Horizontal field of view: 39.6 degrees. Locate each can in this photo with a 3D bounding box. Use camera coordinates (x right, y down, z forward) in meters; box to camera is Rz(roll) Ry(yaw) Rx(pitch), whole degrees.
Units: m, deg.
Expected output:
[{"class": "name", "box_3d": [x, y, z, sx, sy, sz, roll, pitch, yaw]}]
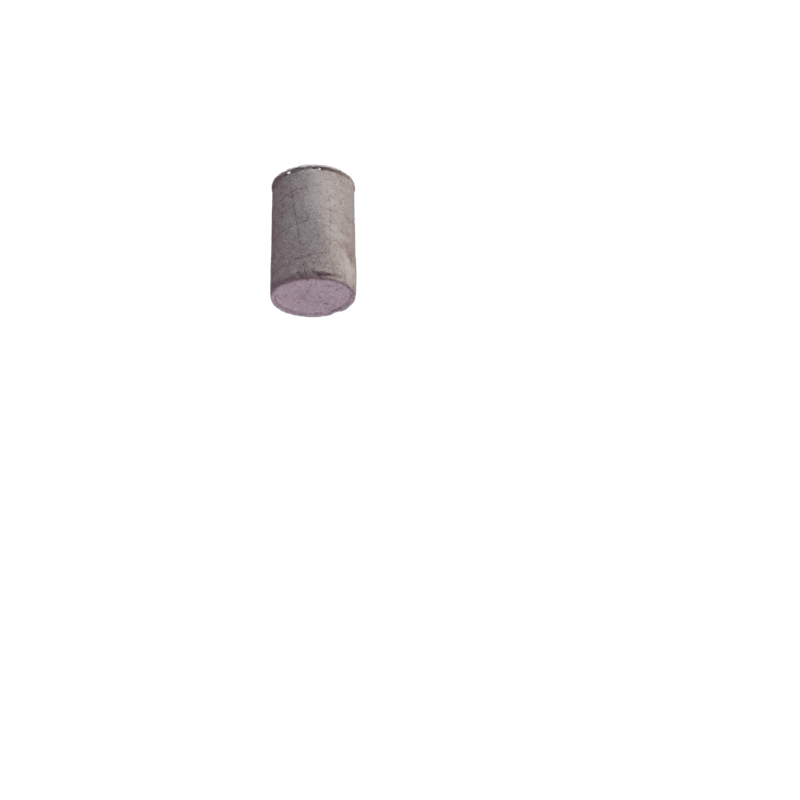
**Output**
[{"class": "can", "box_3d": [-0.068, -0.125, 0.874, 0.068, 0.108, 0.065, 0, -26, -2]}]
